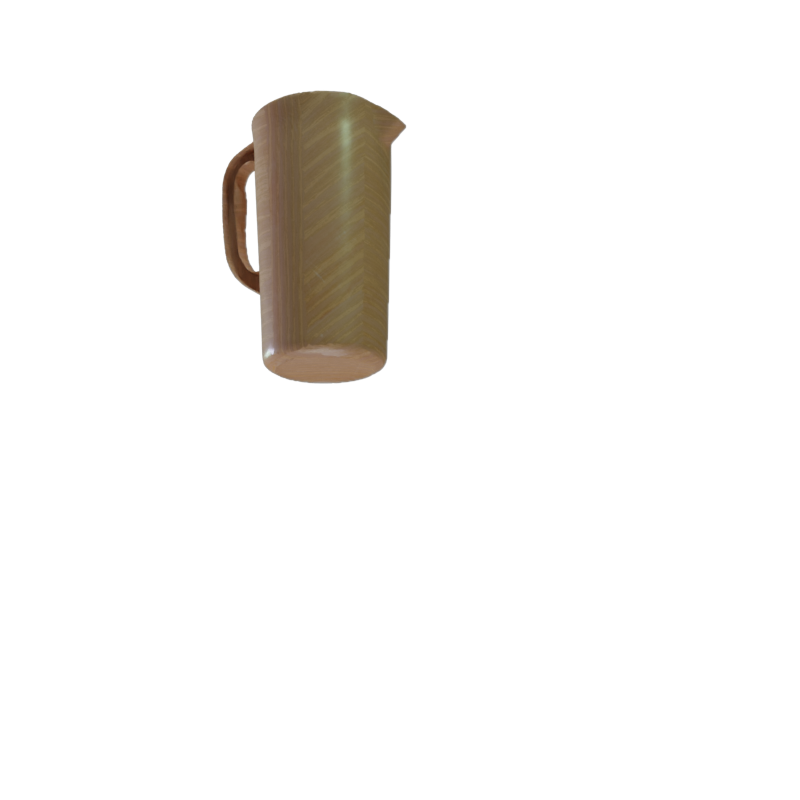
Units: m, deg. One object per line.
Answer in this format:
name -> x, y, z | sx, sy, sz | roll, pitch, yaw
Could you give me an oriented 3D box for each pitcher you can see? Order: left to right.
pitcher -> -0.078, -0.143, 0.998 | 0.141, 0.255, 0.146 | 5, -20, -18
